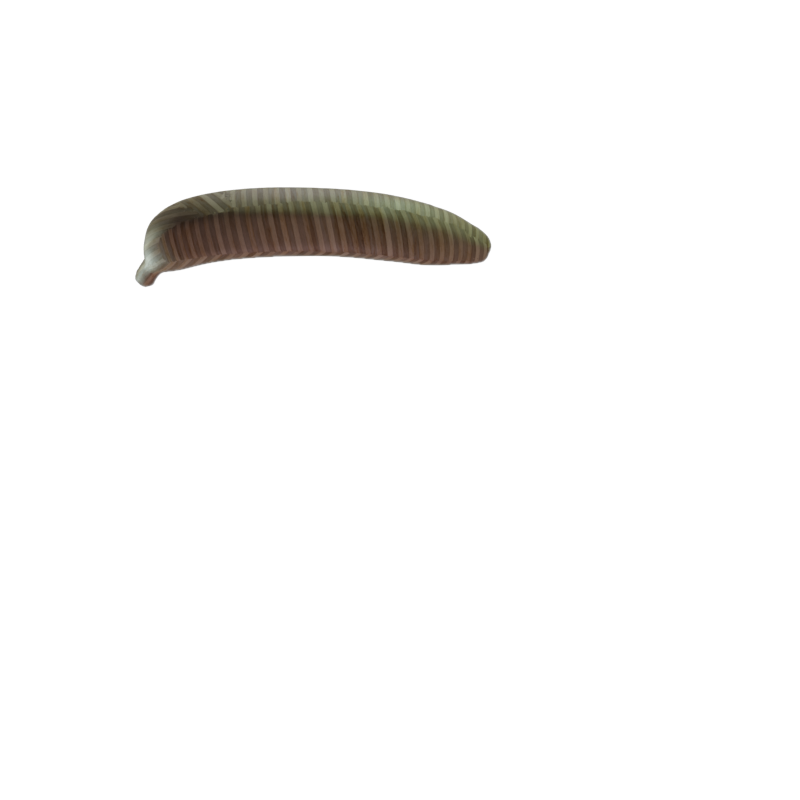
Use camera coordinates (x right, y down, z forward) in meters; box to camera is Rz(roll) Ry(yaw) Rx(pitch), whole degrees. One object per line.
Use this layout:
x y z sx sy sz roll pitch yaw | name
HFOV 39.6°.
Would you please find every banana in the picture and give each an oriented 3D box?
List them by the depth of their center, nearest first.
-0.052 -0.089 0.585 0.200 0.038 0.067 -1 -11 8 | banana
